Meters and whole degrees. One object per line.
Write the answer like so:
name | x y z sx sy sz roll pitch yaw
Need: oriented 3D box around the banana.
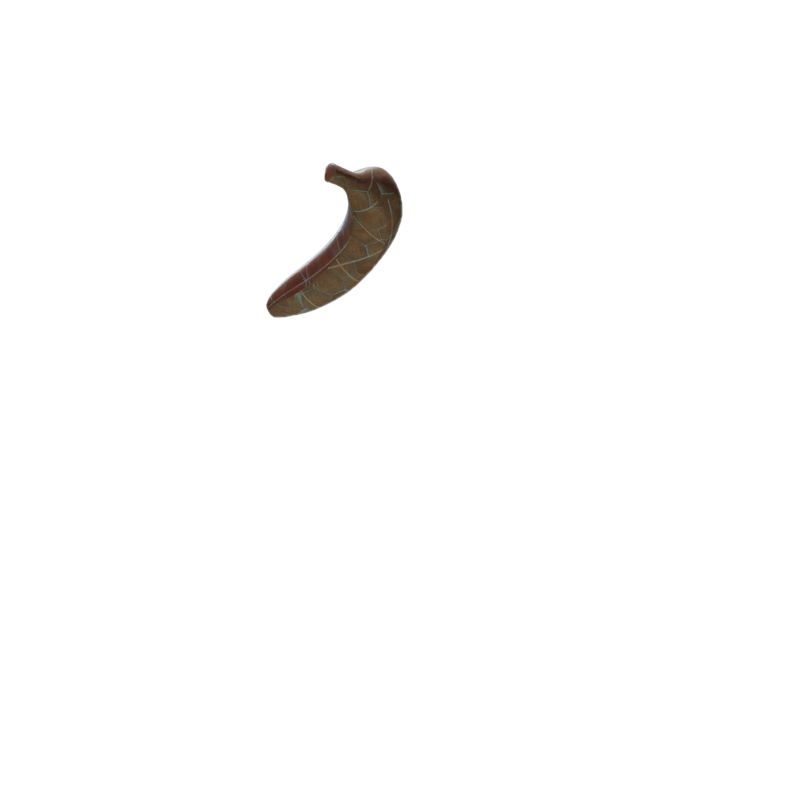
banana | -0.042 -0.110 0.774 0.068 0.039 0.190 8 -28 -15
